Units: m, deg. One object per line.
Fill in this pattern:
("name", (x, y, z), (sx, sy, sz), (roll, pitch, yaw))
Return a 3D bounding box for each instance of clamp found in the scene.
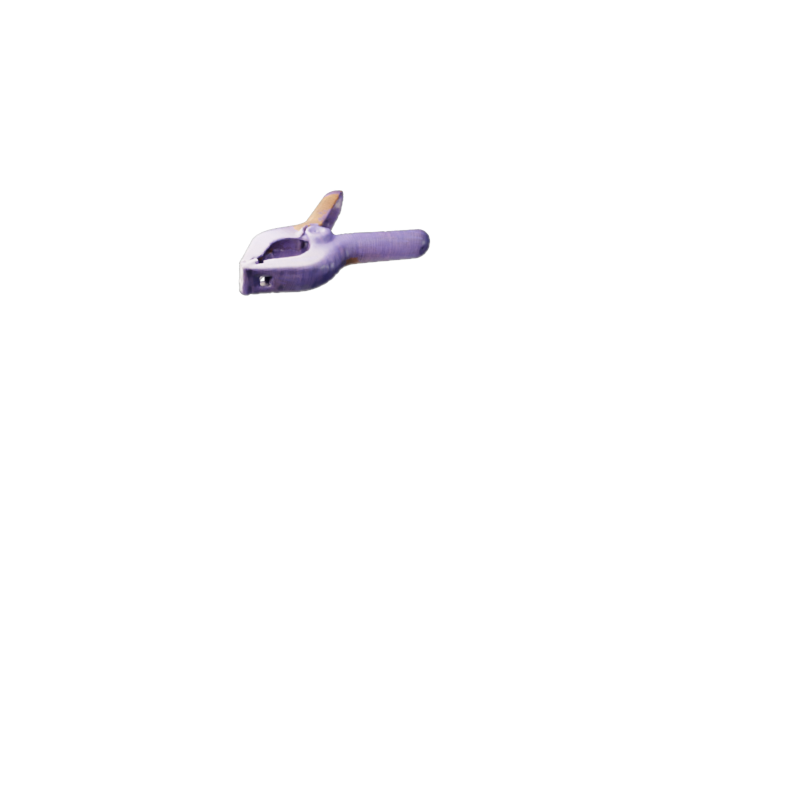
("clamp", (-0.074, -0.135, 0.945), (0.169, 0.037, 0.129), (-19, 34, -31))
